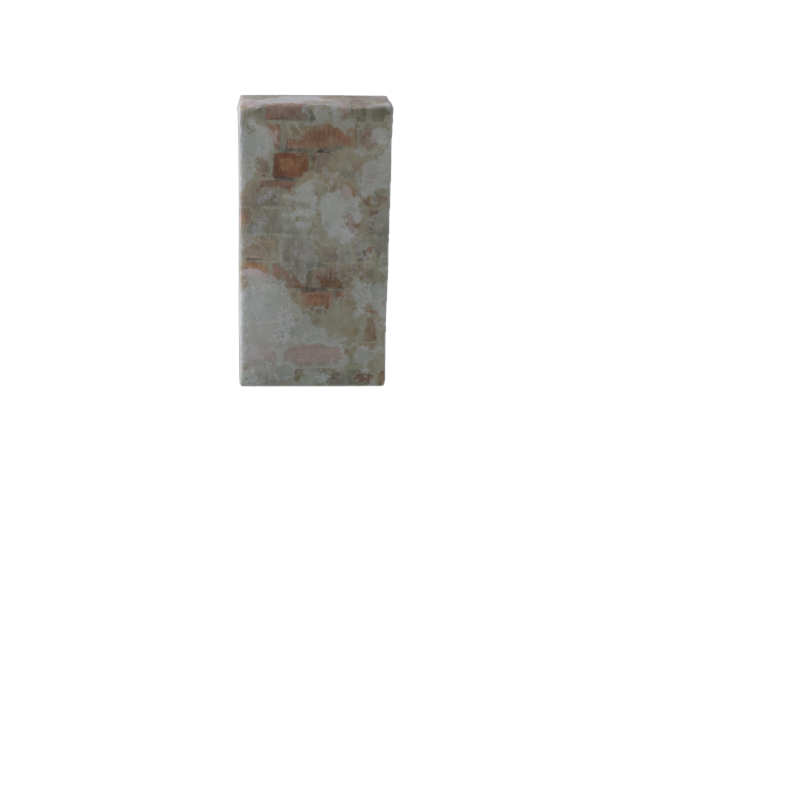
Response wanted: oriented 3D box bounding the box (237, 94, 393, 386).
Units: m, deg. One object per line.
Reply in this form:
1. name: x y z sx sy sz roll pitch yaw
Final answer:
1. box: -0.053 -0.097 0.679 0.093 0.169 0.050 0 19 -3
